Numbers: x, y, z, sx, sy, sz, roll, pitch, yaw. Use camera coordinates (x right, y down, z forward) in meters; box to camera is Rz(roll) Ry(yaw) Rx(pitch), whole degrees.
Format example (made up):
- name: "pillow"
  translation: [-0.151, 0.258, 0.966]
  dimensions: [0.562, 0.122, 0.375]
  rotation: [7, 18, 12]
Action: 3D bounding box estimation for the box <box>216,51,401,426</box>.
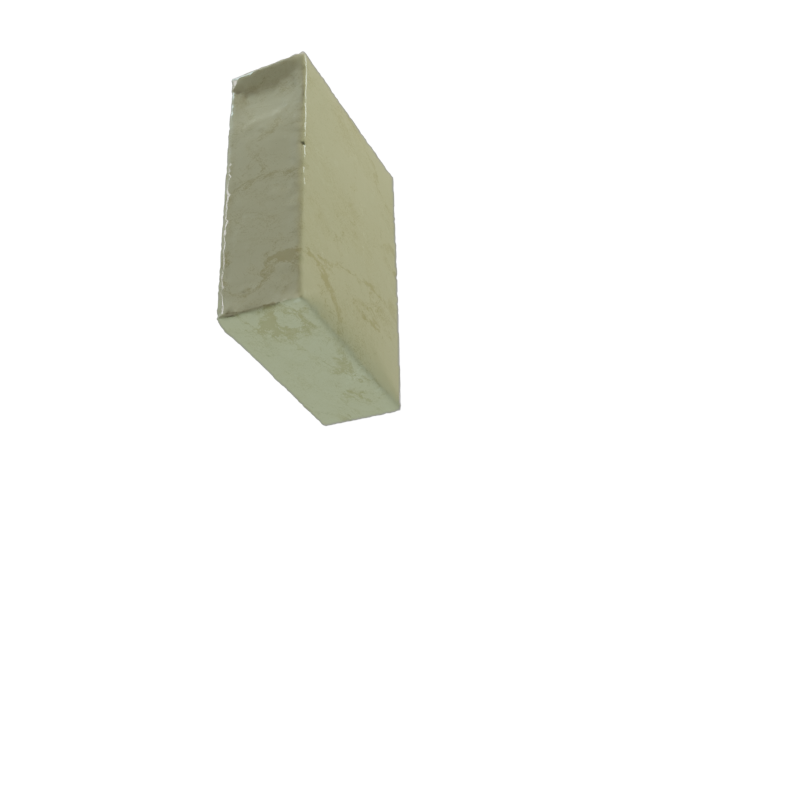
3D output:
- name: "box"
  translation: [-0.062, -0.114, 0.798]
  dimensions: [0.073, 0.228, 0.152]
  rotation: [-16, -35, 19]
